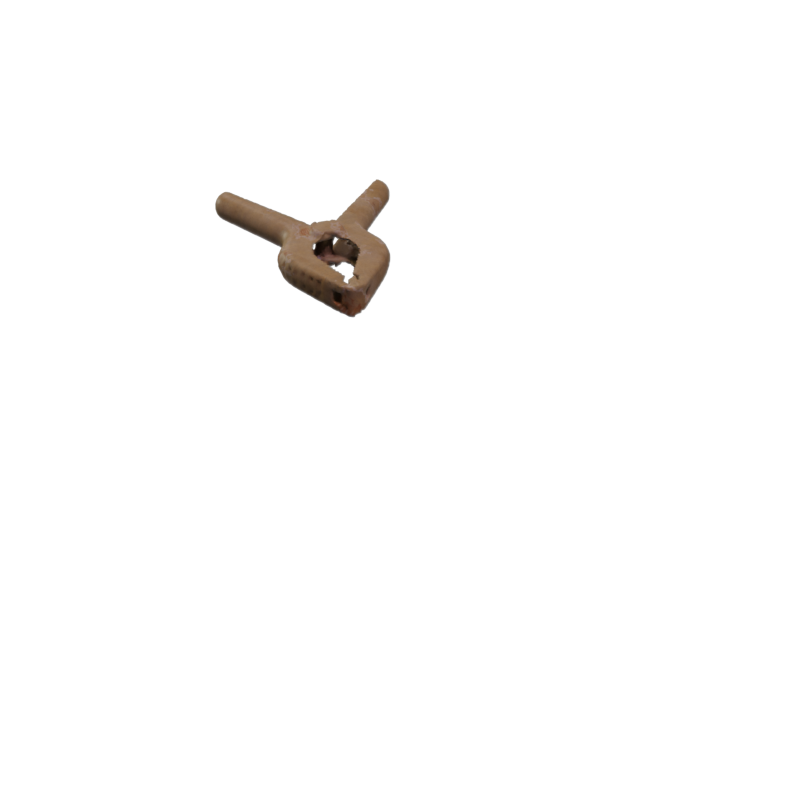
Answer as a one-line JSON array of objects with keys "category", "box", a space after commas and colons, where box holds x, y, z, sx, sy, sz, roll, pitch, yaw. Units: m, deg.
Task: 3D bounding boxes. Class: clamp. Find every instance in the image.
[{"category": "clamp", "box": [-0.075, -0.137, 0.961, 0.163, 0.034, 0.225, -5, 34, -7]}]
